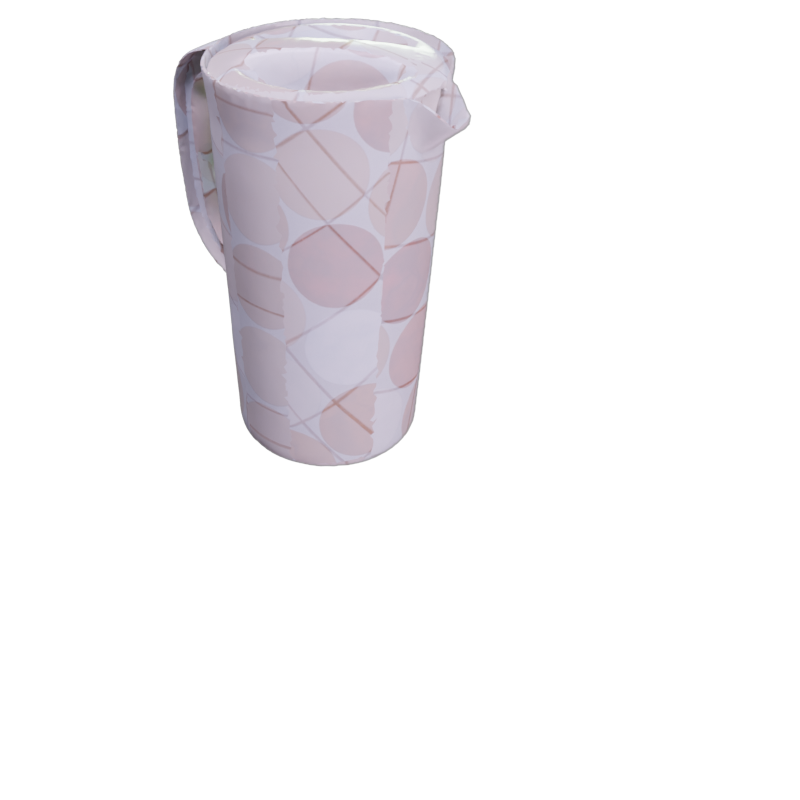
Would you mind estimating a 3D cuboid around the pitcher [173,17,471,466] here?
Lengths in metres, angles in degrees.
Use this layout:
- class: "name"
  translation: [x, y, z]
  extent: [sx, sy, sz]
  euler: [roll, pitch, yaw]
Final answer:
- class: "pitcher"
  translation: [-0.050, -0.091, 0.637]
  extent: [0.143, 0.228, 0.160]
  euler: [-5, 32, -11]
